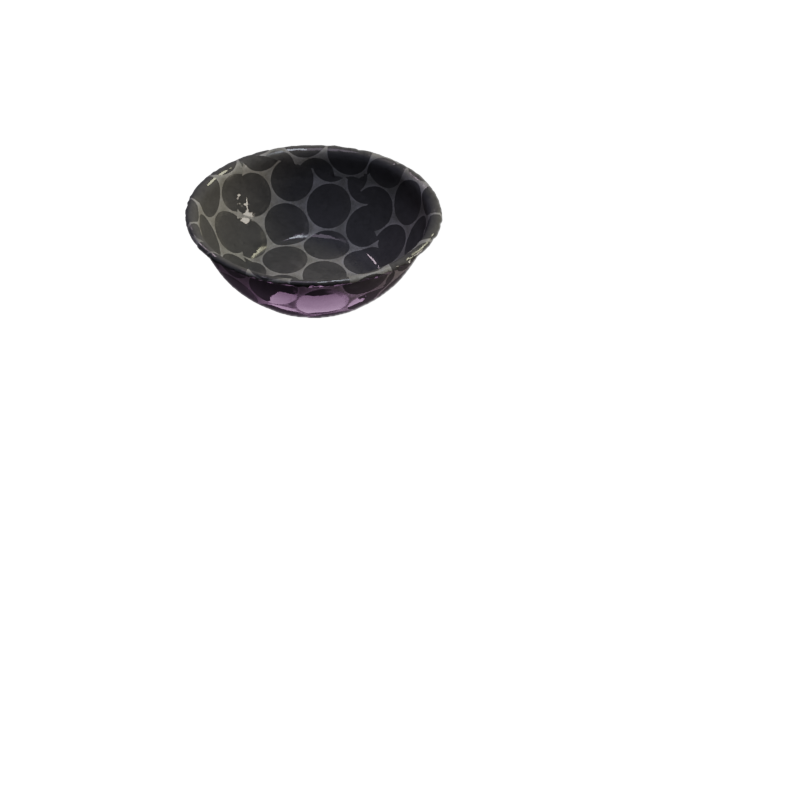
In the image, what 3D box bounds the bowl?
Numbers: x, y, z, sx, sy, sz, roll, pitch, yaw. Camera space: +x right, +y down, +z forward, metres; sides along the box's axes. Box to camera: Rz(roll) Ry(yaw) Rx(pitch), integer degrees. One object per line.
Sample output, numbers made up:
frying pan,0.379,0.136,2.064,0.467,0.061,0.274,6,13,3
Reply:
bowl,-0.056,-0.102,0.712,0.162,0.051,0.174,-1,39,-2
